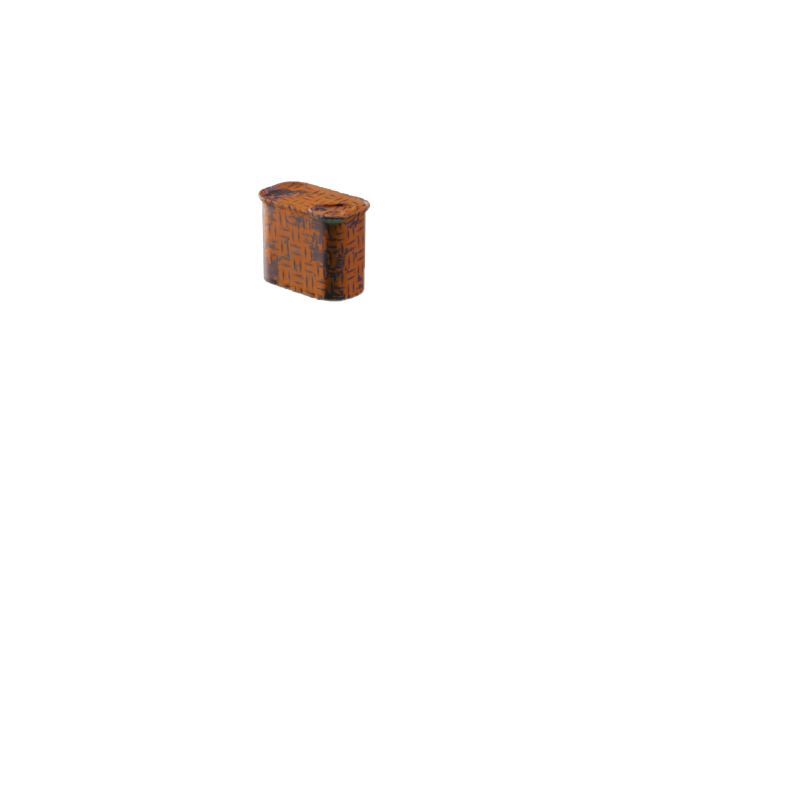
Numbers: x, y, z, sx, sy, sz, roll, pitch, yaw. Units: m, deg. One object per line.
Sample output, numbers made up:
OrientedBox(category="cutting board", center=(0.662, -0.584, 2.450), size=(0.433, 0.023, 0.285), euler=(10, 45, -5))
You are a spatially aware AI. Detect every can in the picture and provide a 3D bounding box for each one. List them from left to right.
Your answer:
OrientedBox(category="can", center=(-0.078, -0.142, 0.993), size=(0.108, 0.080, 0.057), euler=(20, 31, 34))
